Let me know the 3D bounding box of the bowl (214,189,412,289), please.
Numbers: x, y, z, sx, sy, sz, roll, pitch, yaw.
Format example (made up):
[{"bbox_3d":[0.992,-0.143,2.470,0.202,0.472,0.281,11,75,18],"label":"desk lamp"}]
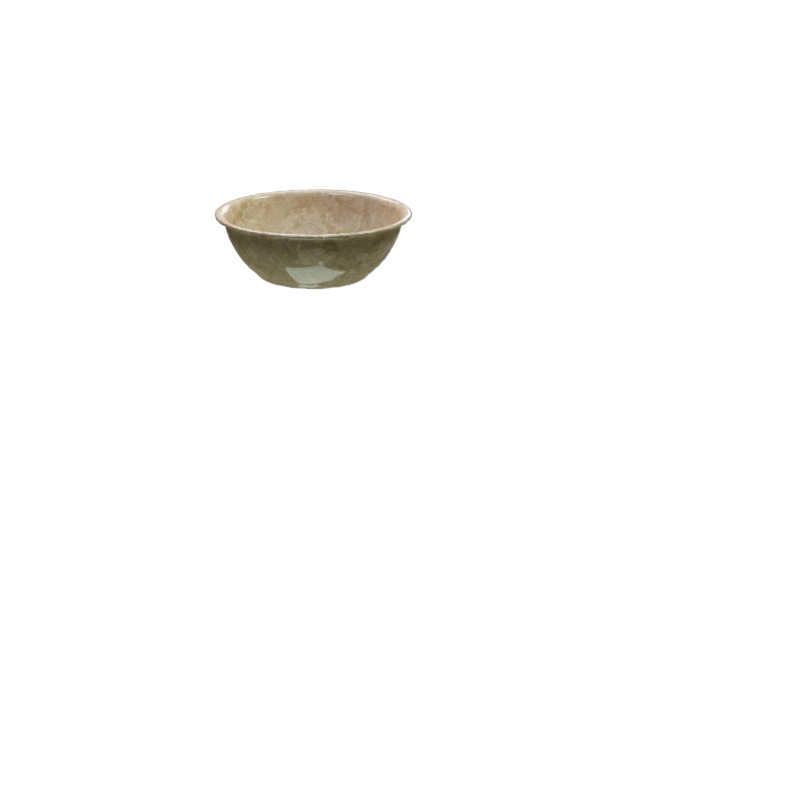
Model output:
[{"bbox_3d":[-0.072,-0.131,0.916,0.162,0.053,0.169,-1,22,-2],"label":"bowl"}]
